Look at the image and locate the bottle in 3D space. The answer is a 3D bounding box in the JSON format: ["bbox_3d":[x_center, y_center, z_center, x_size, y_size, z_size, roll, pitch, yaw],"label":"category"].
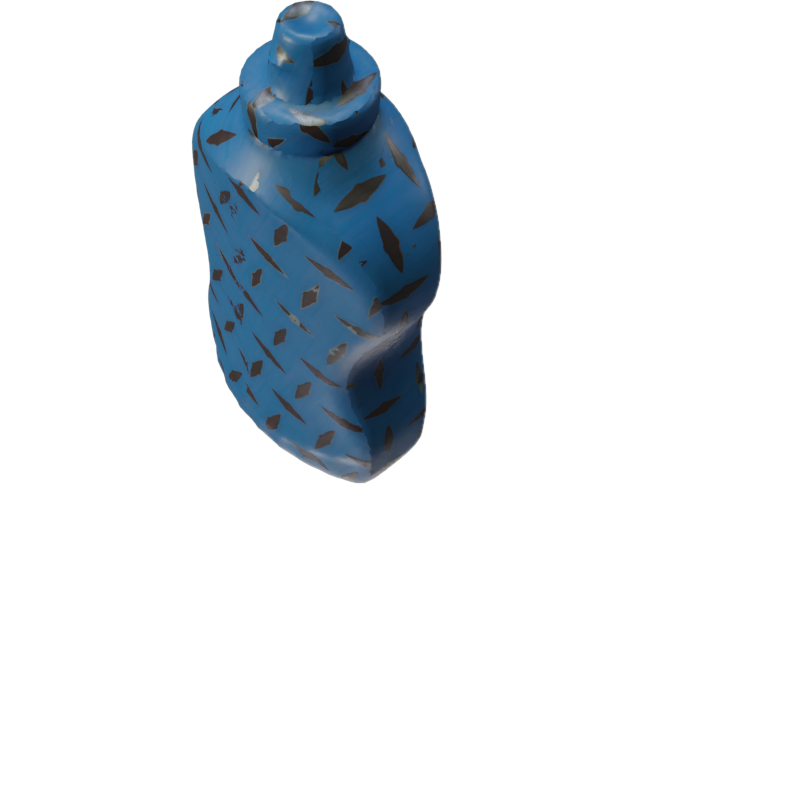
[{"bbox_3d":[-0.030,-0.053,0.374,0.059,0.102,0.179,-34,-27,-24],"label":"bottle"}]
